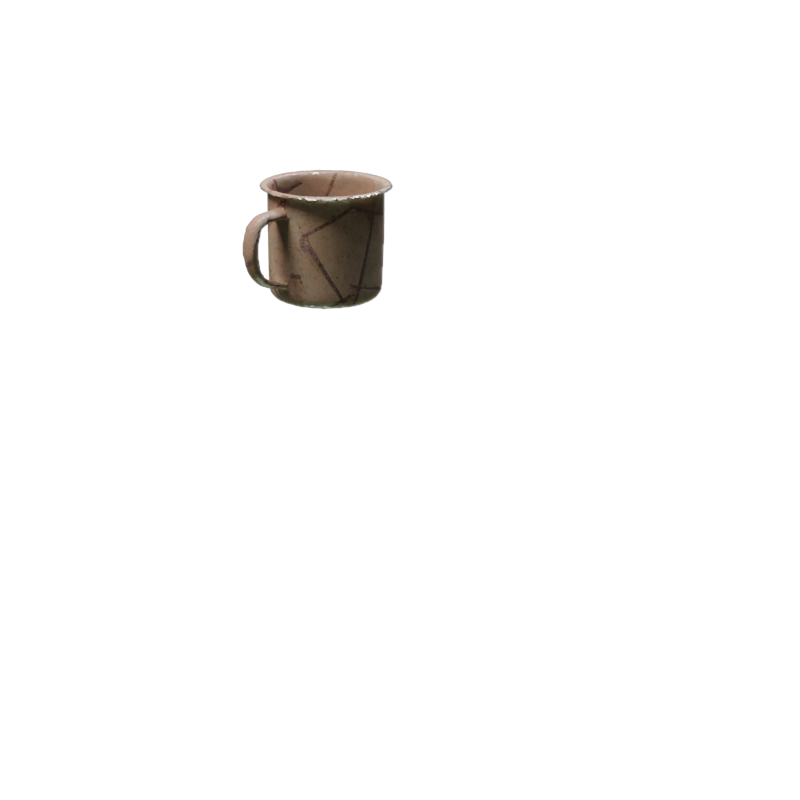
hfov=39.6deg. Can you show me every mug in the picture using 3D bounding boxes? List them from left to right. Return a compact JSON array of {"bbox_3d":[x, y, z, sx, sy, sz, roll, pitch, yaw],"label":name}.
[{"bbox_3d":[-0.061,-0.111,0.779,0.099,0.078,0.115,19,27,41],"label":"mug"}]
